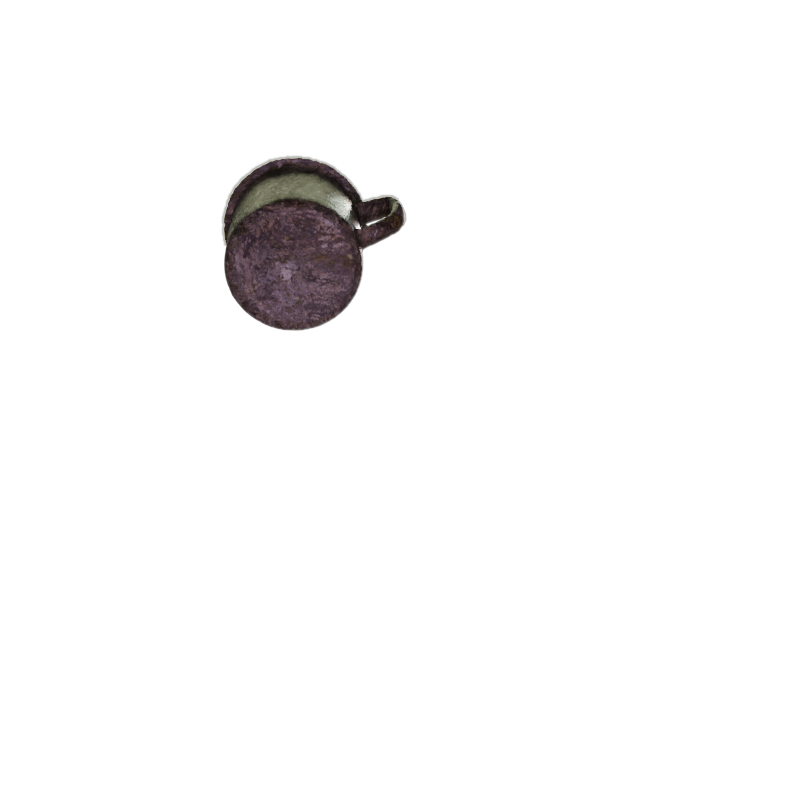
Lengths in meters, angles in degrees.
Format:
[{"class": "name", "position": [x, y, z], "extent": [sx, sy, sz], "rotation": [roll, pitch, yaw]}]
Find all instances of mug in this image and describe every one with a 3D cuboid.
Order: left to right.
[{"class": "mug", "position": [-0.053, -0.096, 0.675], "extent": [0.117, 0.089, 0.086], "rotation": [-14, 22, 4]}]
